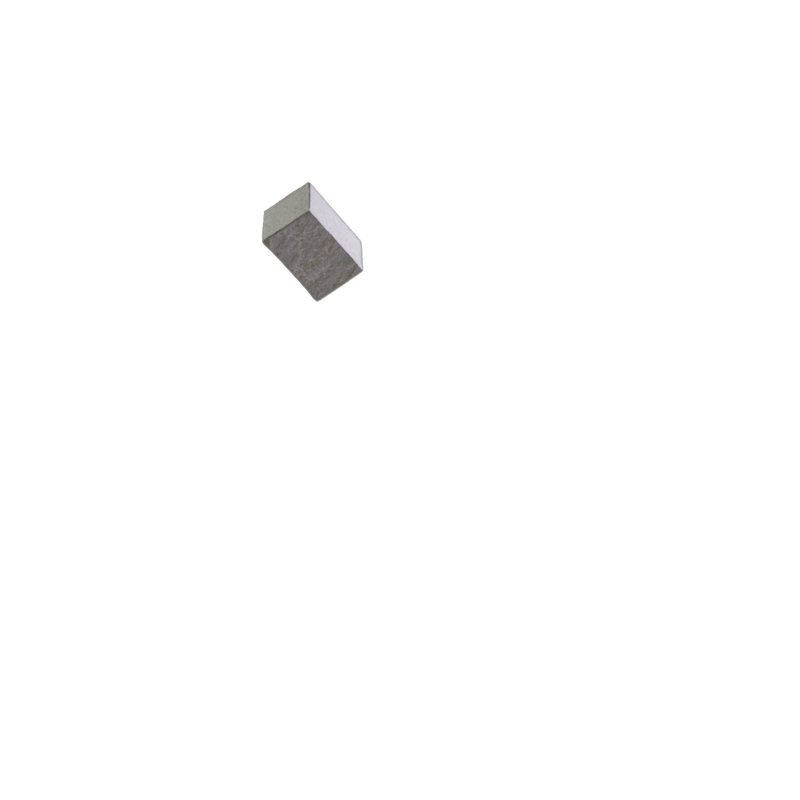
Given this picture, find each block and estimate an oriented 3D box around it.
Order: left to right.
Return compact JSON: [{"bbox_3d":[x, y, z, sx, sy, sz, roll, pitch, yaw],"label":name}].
[{"bbox_3d":[-0.074,-0.136,0.950,0.052,0.073,0.055,-32,29,18],"label":"block"}]
